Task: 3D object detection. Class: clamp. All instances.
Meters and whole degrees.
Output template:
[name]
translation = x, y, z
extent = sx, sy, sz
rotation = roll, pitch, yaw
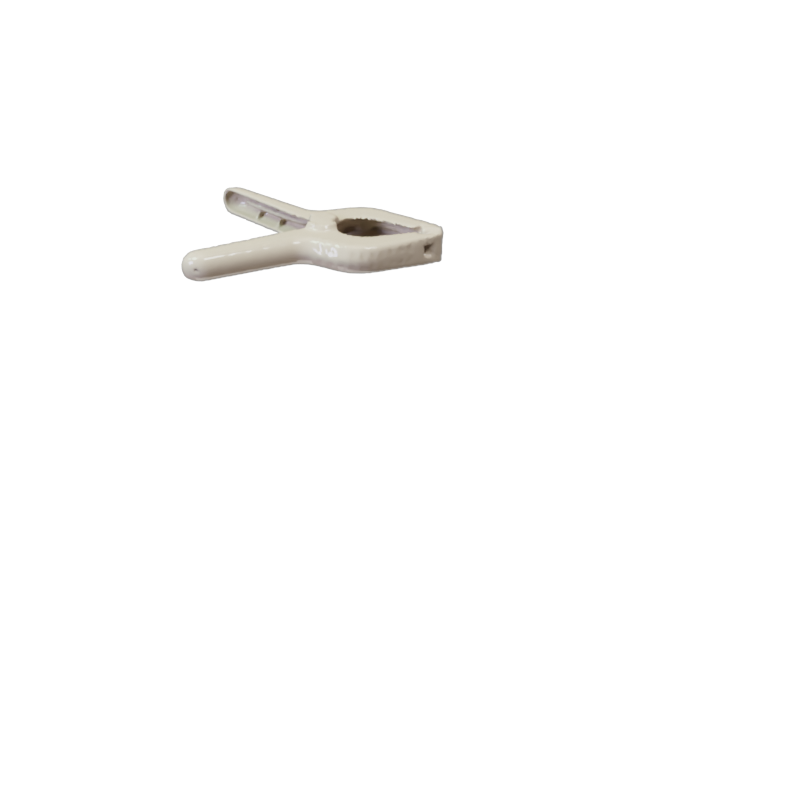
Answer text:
[clamp]
translation = -0.072, -0.132, 0.923
extent = 0.214, 0.034, 0.171
rotation = 7, 31, 12
